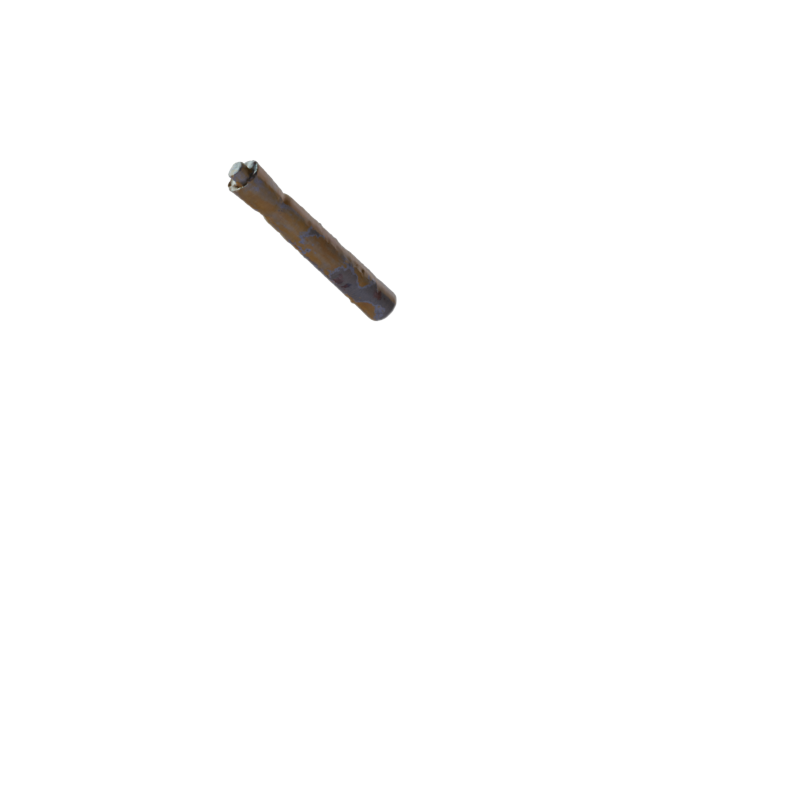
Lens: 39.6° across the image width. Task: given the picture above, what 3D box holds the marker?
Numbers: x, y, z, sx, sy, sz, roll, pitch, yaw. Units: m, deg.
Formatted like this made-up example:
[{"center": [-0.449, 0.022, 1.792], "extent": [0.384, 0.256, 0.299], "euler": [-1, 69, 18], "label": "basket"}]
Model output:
[{"center": [-0.044, -0.079, 0.556], "extent": [0.021, 0.020, 0.113], "euler": [3, -30, 48], "label": "marker"}]
